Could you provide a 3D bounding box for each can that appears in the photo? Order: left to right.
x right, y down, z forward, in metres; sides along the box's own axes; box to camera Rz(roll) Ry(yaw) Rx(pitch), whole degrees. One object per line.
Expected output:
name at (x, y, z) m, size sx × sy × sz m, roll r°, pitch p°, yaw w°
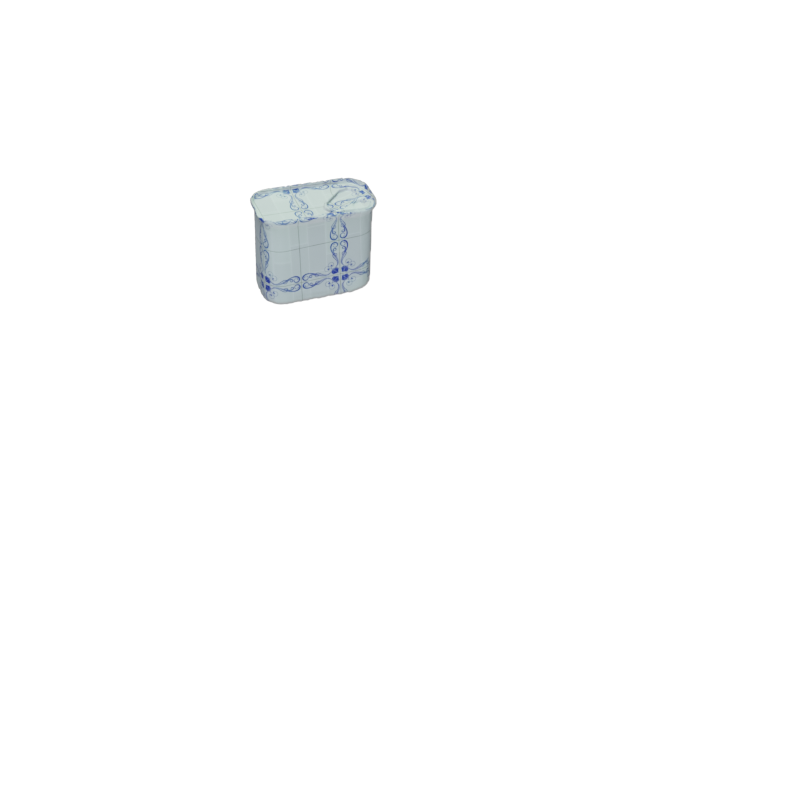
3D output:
can at (-0.073, -0.134, 0.937) m, size 0.100 × 0.078 × 0.062 m, roll -11°, pitch 38°, yaw -15°
